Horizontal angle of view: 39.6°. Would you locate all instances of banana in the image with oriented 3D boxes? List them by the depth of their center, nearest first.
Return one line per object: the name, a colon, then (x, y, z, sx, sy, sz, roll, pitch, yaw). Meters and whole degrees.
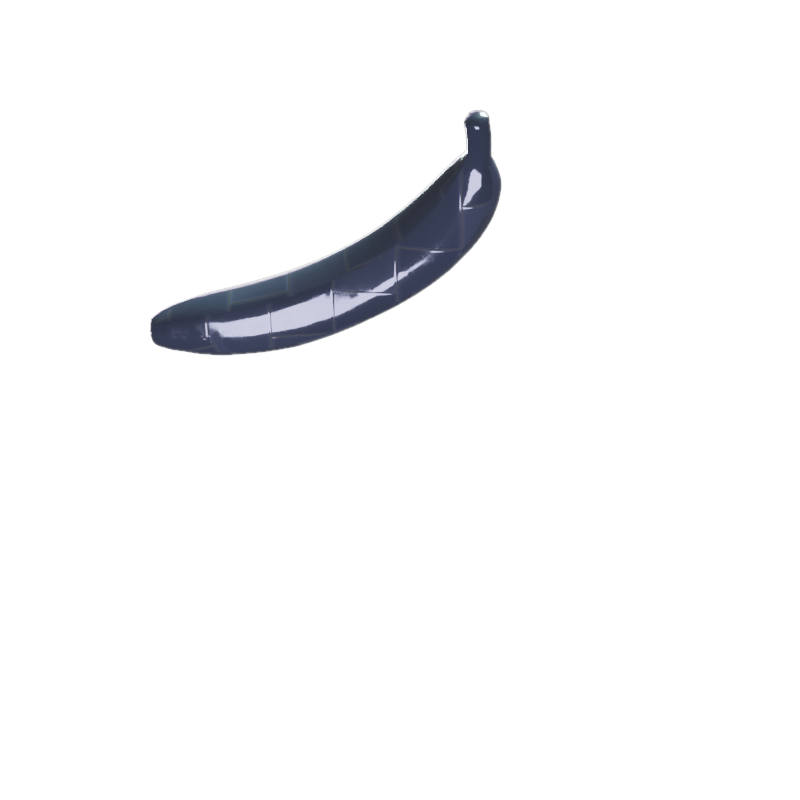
banana: (-0.026, -0.065, 0.521, 0.197, 0.039, 0.065, -30, -57, 22)
